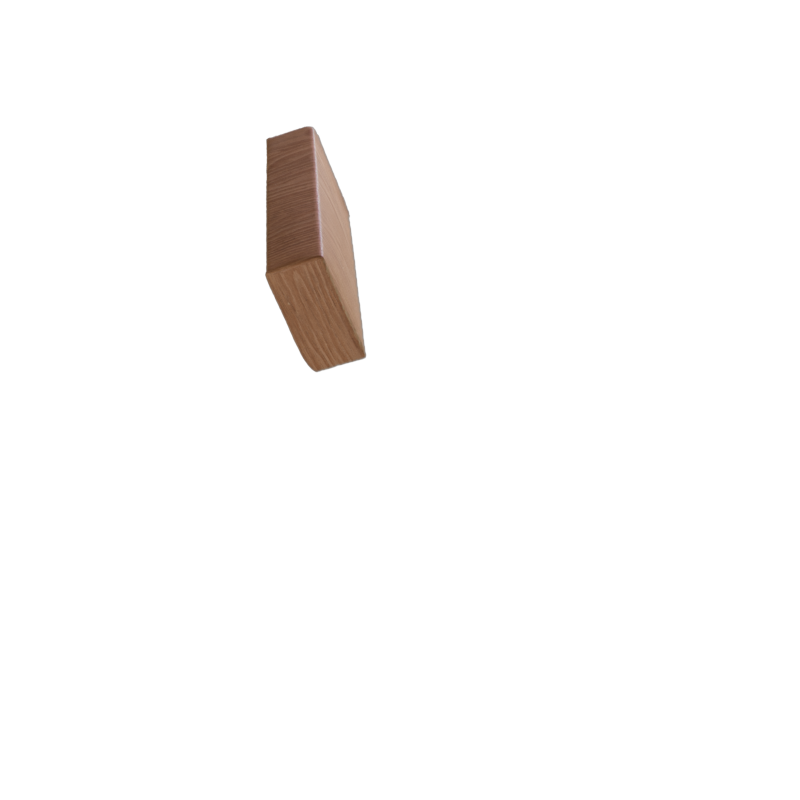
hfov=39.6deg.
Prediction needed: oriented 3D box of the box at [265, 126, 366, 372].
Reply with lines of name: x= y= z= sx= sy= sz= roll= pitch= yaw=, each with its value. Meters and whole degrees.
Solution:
box: x=-0.062 y=-0.113 z=0.790 sx=0.048 sy=0.086 sz=0.189 roll=-16 pitch=40 yaw=9
